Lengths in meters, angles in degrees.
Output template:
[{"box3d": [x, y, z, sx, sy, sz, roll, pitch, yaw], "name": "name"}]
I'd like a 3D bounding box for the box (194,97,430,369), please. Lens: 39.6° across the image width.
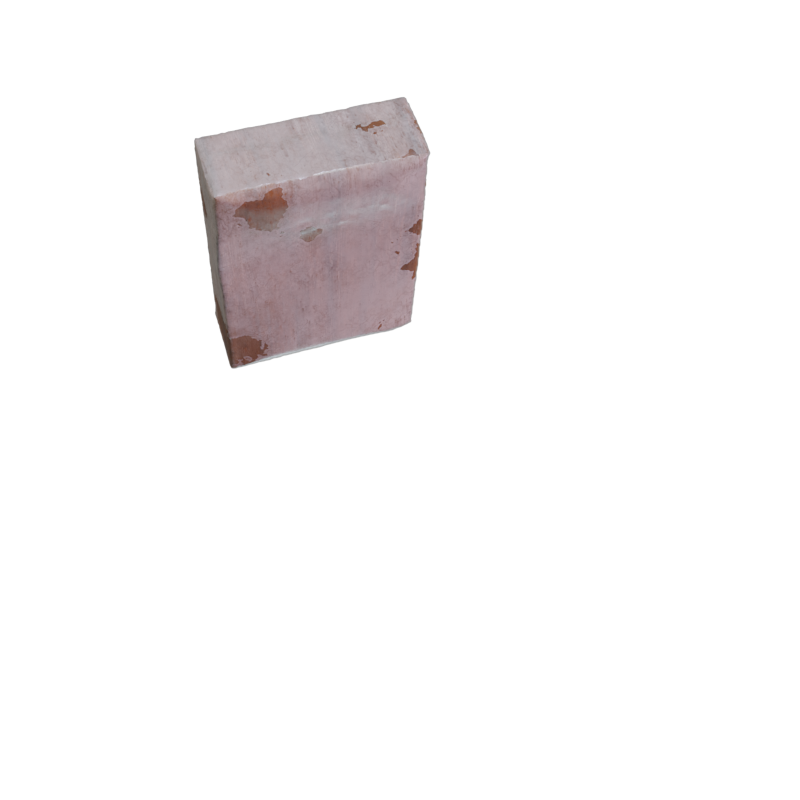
[{"box3d": [-0.068, -0.125, 0.874, 0.163, 0.077, 0.200, -13, -33, -12], "name": "box"}]
